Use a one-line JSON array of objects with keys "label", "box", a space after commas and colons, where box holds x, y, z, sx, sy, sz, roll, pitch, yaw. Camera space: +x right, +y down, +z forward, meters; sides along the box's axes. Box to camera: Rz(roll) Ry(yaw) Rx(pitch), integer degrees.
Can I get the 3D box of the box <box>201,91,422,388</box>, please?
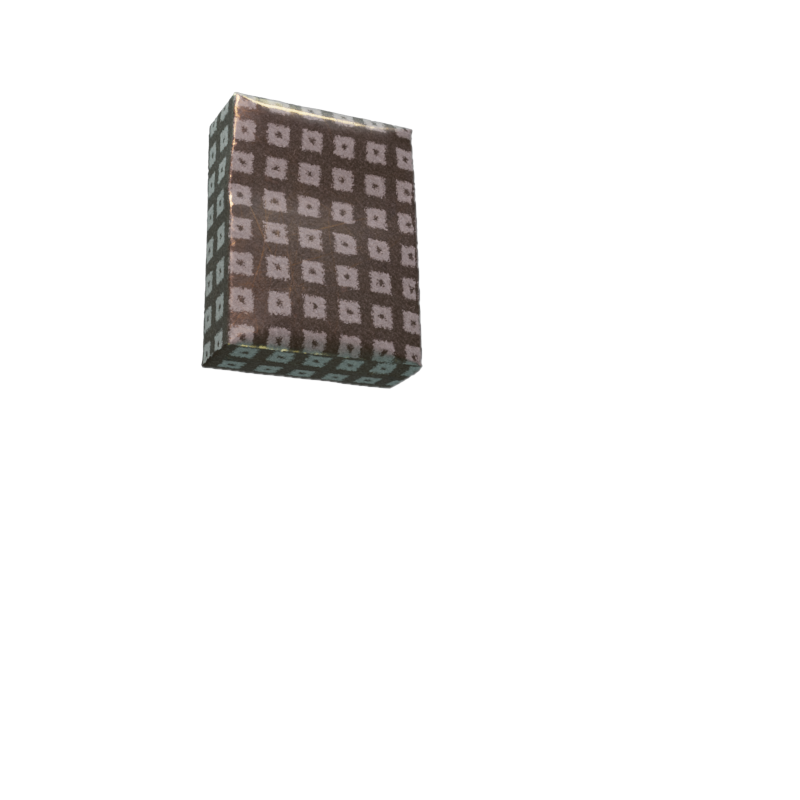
[{"label": "box", "box": [-0.069, -0.126, 0.885, 0.159, 0.225, 0.071, 7, -23, -22]}]
